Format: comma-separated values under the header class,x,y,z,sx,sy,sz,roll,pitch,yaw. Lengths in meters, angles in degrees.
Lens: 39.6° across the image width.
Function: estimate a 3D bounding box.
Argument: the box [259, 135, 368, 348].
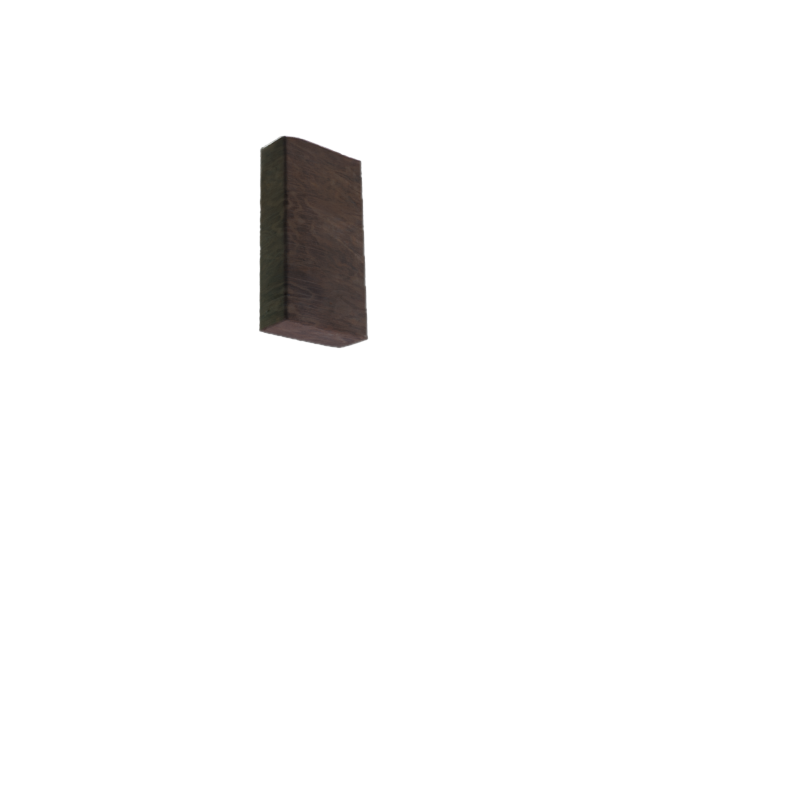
class,x,y,z,sx,sy,sz,roll,pitch,yaw
box,-0.077,-0.140,0.979,0.088,0.185,0.048,14,-25,-38
